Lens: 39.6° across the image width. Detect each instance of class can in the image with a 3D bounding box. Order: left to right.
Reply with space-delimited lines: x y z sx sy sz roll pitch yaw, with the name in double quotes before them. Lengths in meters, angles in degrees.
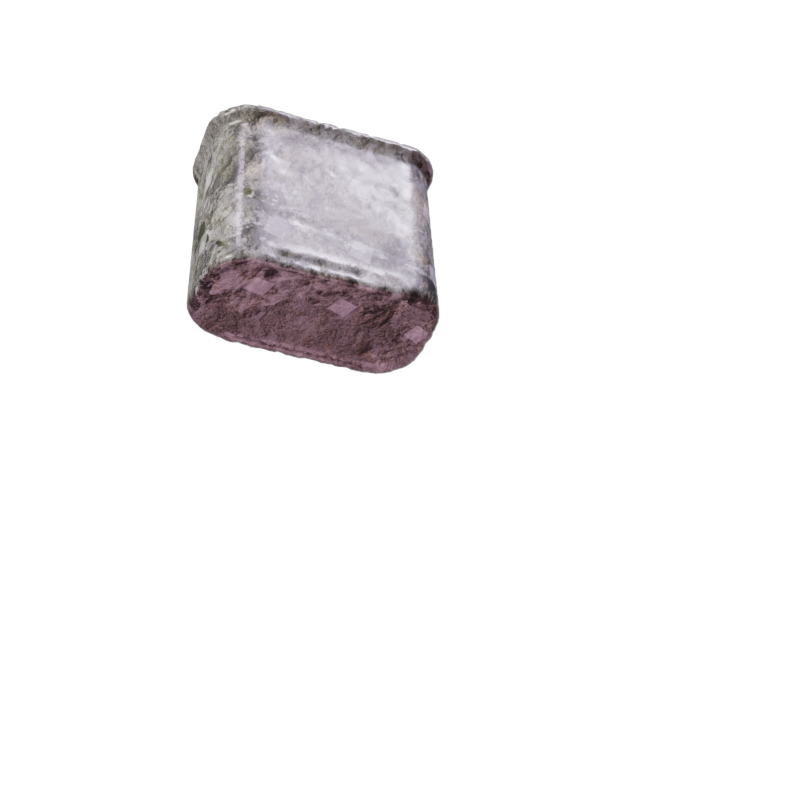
"can" -0.036 -0.065 0.455 0.099 0.090 0.055 12 -41 -16
